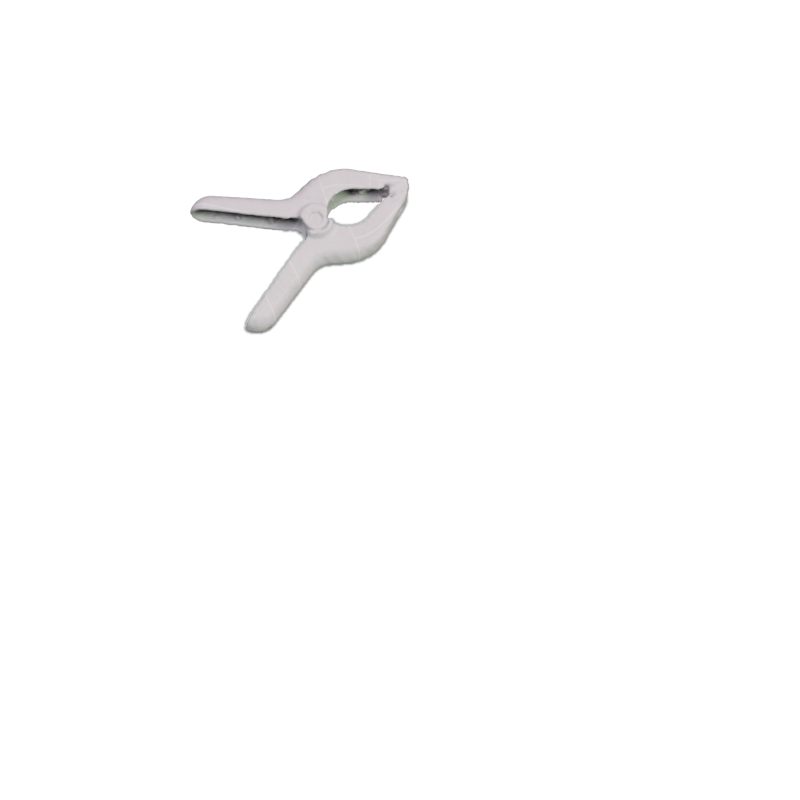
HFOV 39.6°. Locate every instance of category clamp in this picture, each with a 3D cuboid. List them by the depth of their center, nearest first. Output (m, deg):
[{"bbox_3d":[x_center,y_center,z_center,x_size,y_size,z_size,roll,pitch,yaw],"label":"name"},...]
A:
[{"bbox_3d":[-0.068,-0.123,0.862,0.171,0.125,0.038,-17,-16,-5],"label":"clamp"}]
